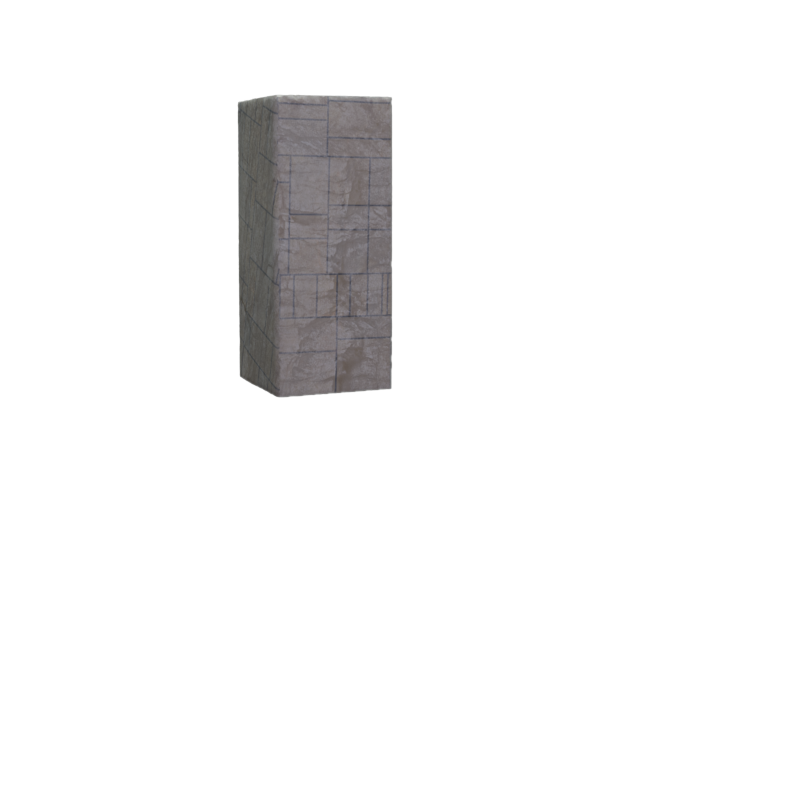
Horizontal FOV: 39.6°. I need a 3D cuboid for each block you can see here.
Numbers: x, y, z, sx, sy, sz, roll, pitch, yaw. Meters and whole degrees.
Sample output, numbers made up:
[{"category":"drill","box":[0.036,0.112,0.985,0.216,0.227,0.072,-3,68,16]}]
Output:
[{"category":"block","box":[-0.063,-0.115,0.803,0.088,0.204,0.094,-2,5,-23]}]
